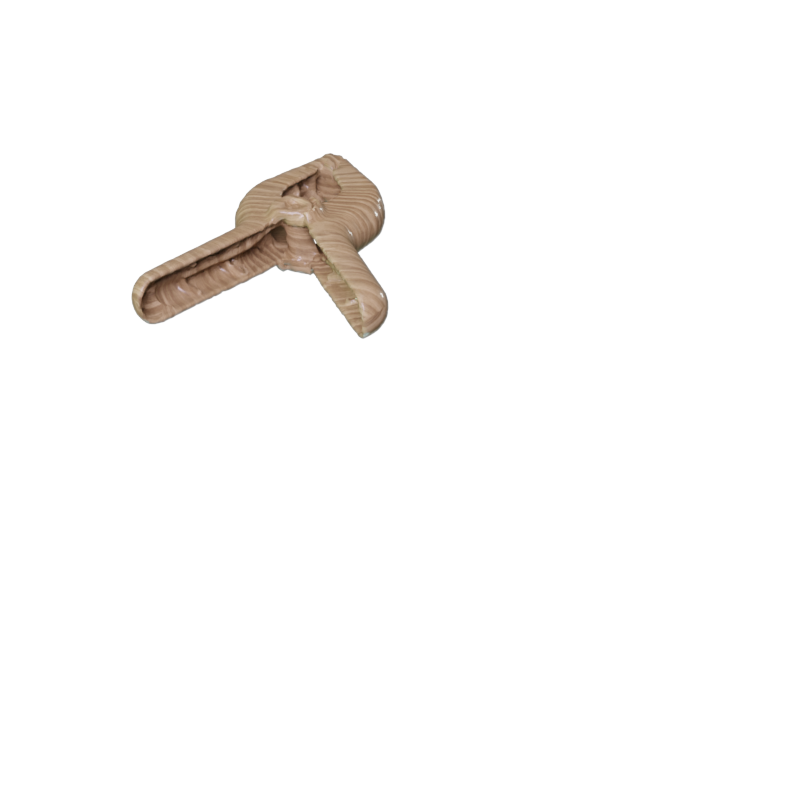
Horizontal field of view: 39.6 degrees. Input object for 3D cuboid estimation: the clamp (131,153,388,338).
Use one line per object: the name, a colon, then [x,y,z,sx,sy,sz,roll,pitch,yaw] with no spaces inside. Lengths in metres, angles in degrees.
clamp: [-0.044,-0.080,0.559,0.124,0.037,0.177,13,38,17]
